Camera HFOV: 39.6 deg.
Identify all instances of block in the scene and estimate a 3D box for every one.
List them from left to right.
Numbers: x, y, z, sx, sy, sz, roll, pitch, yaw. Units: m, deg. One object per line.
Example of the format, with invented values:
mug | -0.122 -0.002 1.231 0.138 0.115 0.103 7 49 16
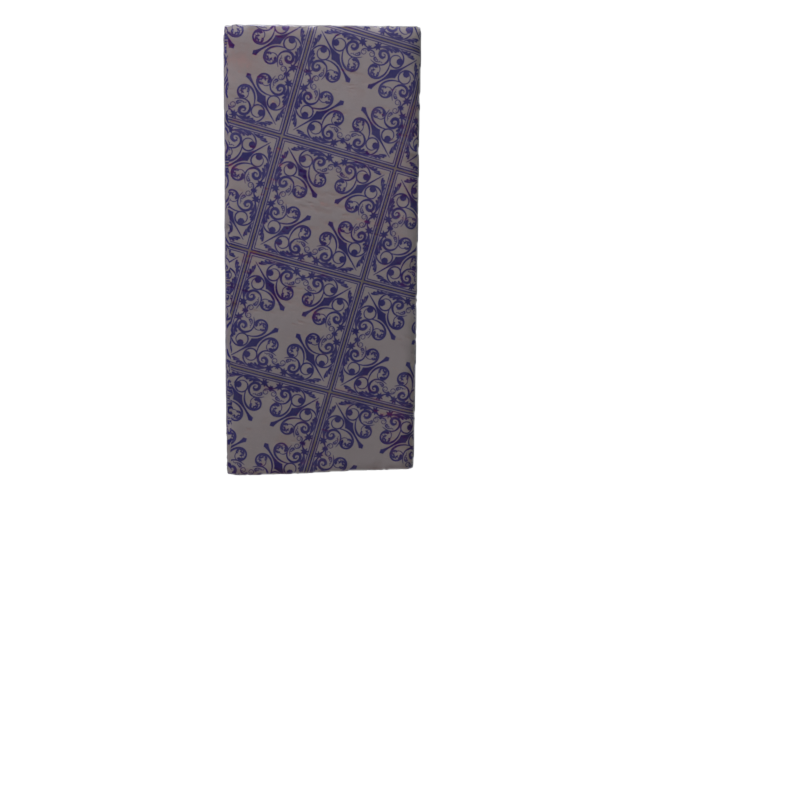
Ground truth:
block | -0.042 -0.078 0.546 0.089 0.202 0.093 -1 9 -8
